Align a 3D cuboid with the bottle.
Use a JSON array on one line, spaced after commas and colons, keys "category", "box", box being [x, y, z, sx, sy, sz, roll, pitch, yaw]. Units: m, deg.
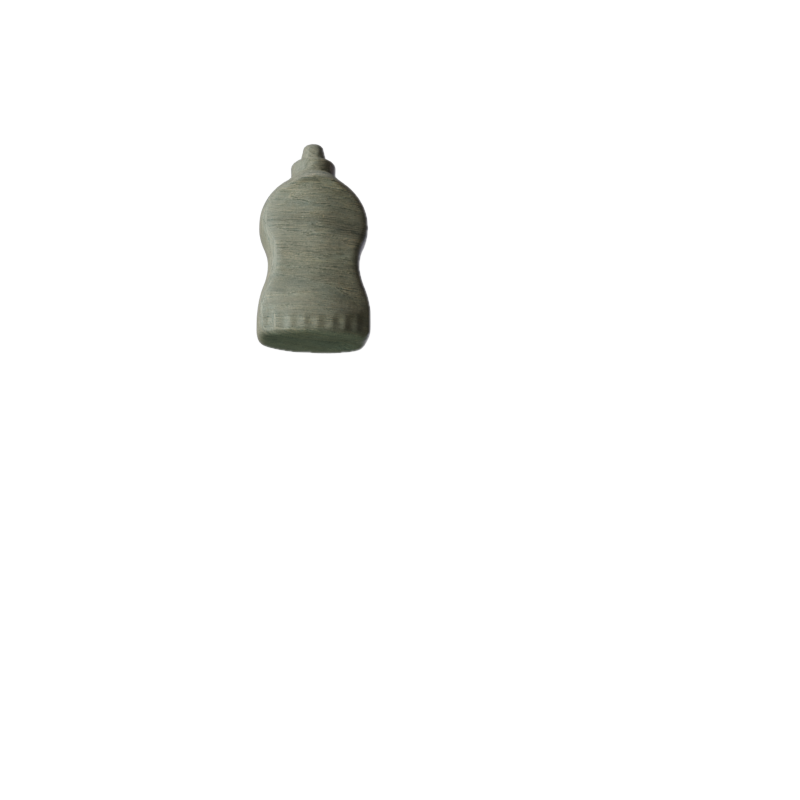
[{"category": "bottle", "box": [-0.077, -0.139, 0.977, 0.095, 0.202, 0.056, 1, -24, -7]}]
